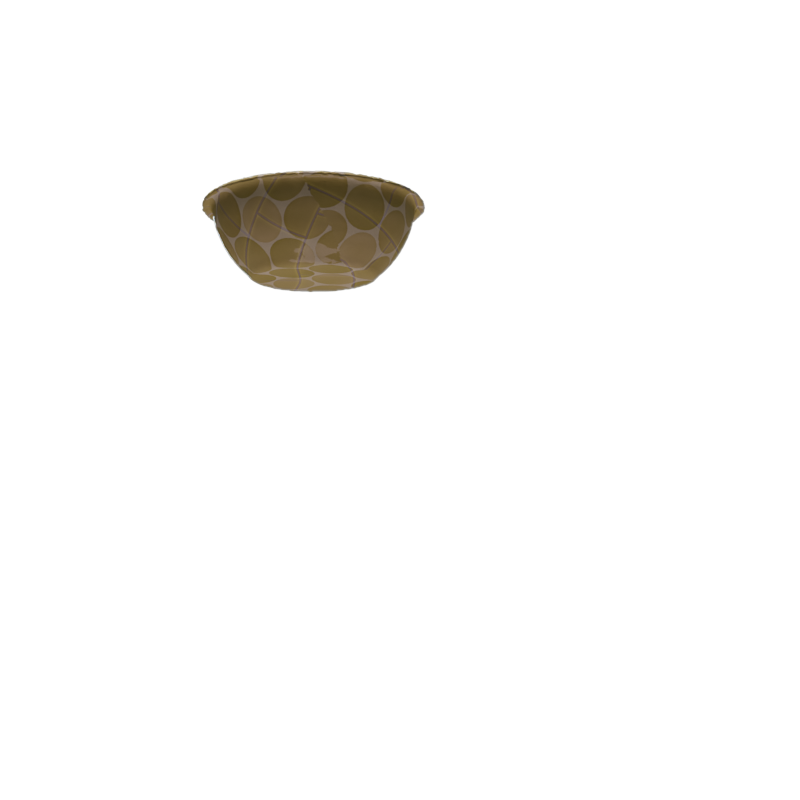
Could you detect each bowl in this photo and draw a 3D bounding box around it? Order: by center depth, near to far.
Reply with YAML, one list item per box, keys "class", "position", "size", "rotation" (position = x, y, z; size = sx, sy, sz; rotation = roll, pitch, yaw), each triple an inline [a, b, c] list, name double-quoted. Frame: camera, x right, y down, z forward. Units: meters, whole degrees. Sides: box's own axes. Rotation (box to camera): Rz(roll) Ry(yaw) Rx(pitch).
- class: "bowl"
  position: [-0.063, -0.114, 0.801]
  size: [0.162, 0.057, 0.158]
  rotation: [0, -8, -2]
